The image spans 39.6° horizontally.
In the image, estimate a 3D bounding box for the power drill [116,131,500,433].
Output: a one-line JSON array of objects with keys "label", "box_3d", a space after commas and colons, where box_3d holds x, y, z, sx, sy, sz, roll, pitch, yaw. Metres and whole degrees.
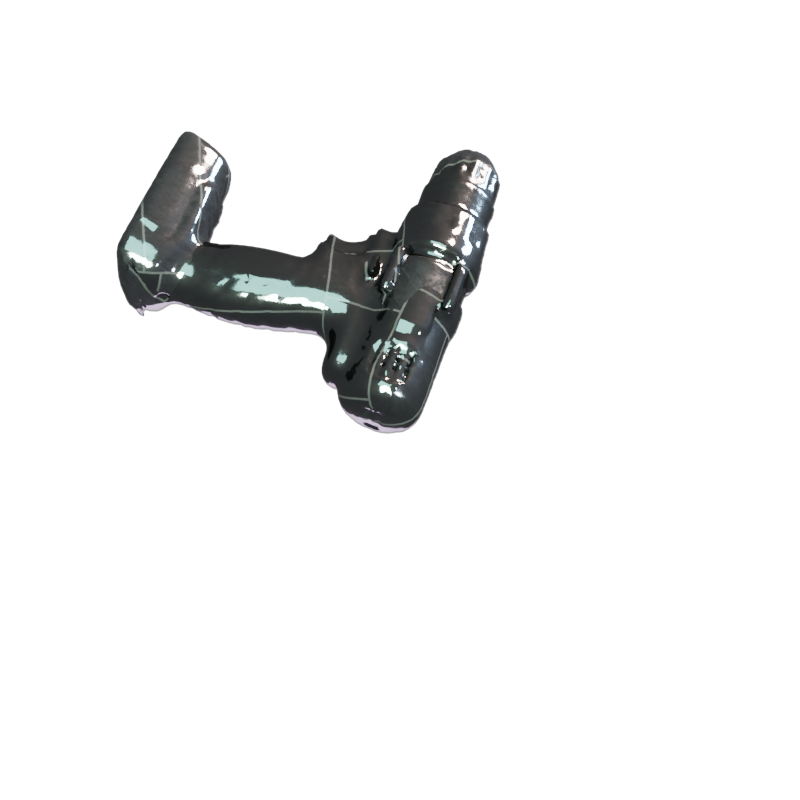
[{"label": "power drill", "box_3d": [-0.049, -0.089, 0.622, 0.192, 0.193, 0.054, 17, -33, 11]}]
